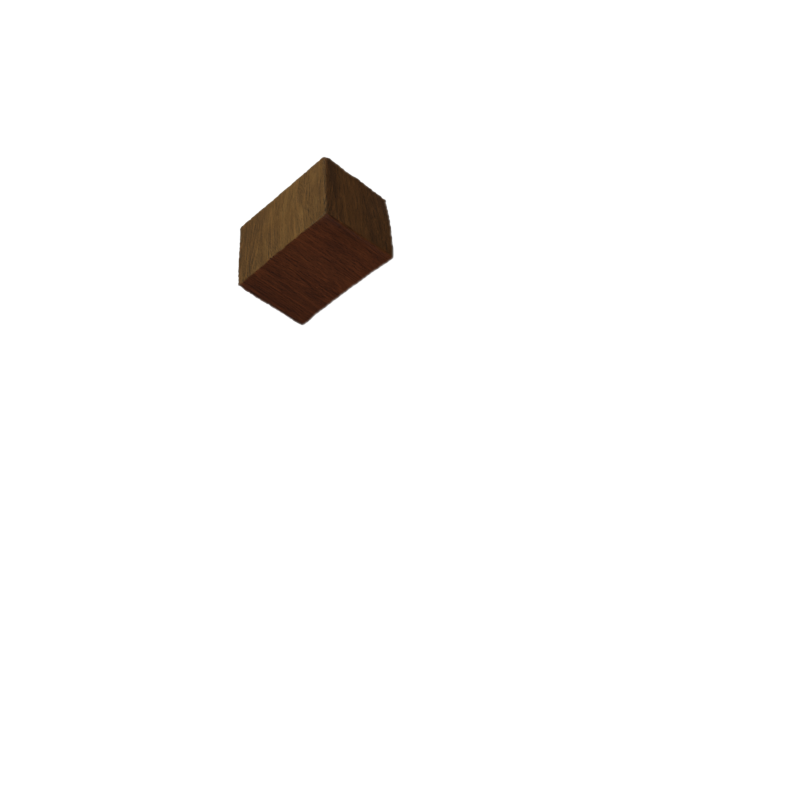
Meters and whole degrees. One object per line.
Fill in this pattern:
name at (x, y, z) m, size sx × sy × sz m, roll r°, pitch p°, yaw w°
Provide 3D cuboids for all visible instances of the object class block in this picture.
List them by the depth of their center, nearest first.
block at (-0.050, -0.092, 0.641) m, size 0.077 × 0.055 × 0.049 m, roll -34°, pitch -51°, yaw 30°
